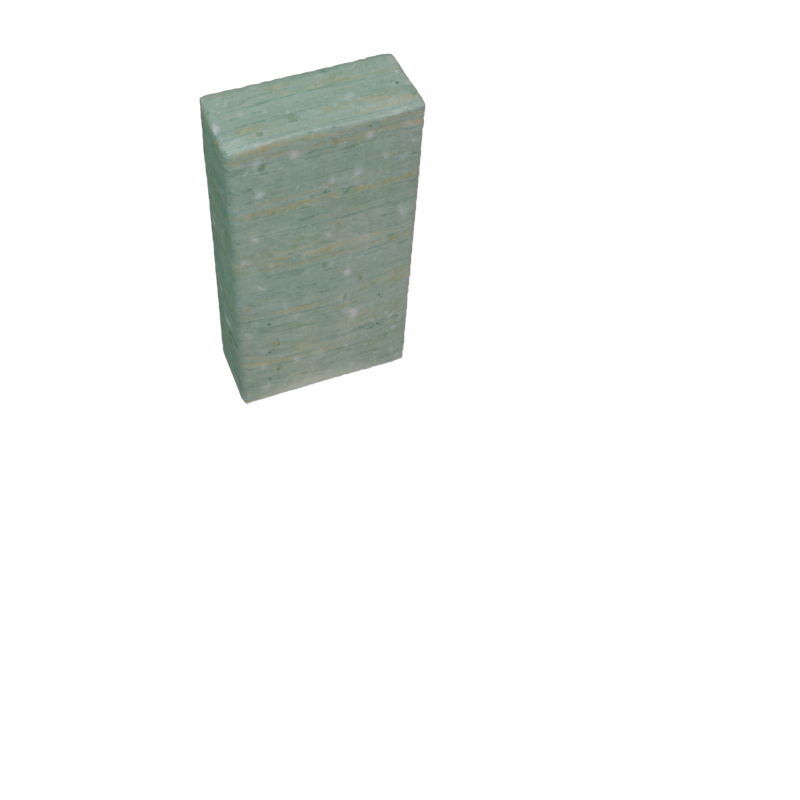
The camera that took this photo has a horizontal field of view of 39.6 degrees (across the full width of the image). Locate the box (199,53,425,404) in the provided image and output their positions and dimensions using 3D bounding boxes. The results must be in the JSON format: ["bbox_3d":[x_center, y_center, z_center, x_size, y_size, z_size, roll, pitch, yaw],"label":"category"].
[{"bbox_3d":[-0.042,-0.076,0.533,0.092,0.052,0.164,-16,-34,-15],"label":"box"}]
